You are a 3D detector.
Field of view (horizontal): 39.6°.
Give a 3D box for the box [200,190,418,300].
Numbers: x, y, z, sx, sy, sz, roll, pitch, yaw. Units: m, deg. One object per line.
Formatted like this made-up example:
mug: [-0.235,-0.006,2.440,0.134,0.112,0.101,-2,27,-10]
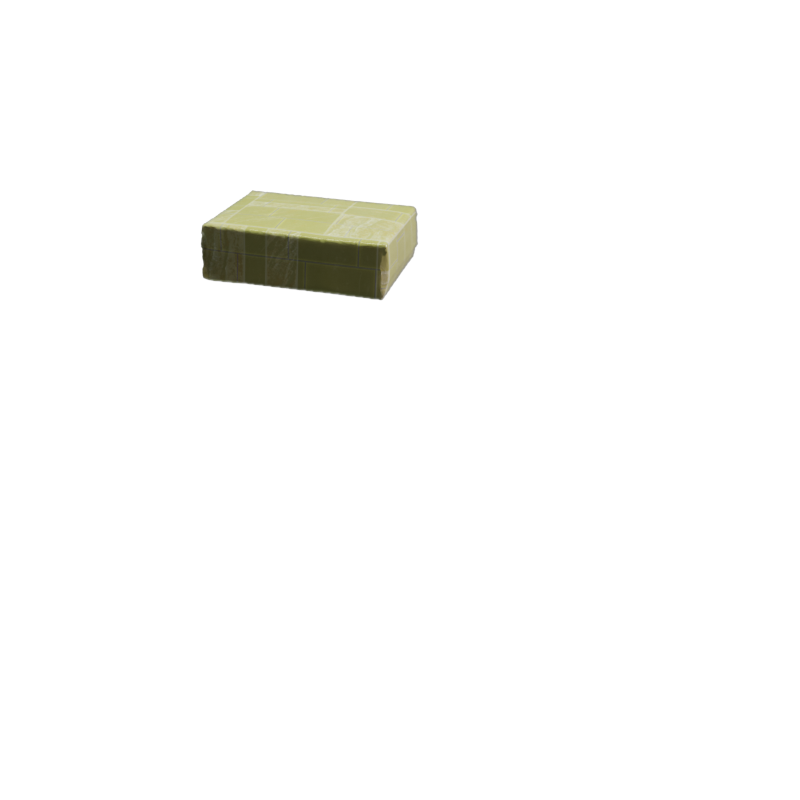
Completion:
box: [-0.053,-0.096,0.671,0.116,0.037,0.092,6,22,13]
